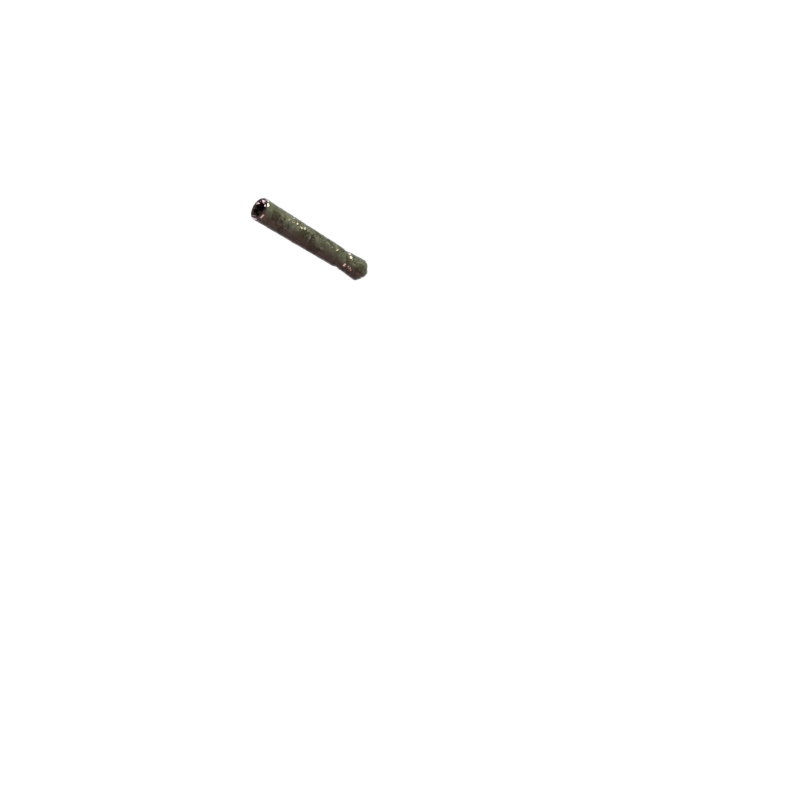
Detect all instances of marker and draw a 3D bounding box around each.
[{"bbox_3d":[-0.069,-0.126,0.883,0.113,0.020,0.021,28,-15,-39],"label":"marker"}]
